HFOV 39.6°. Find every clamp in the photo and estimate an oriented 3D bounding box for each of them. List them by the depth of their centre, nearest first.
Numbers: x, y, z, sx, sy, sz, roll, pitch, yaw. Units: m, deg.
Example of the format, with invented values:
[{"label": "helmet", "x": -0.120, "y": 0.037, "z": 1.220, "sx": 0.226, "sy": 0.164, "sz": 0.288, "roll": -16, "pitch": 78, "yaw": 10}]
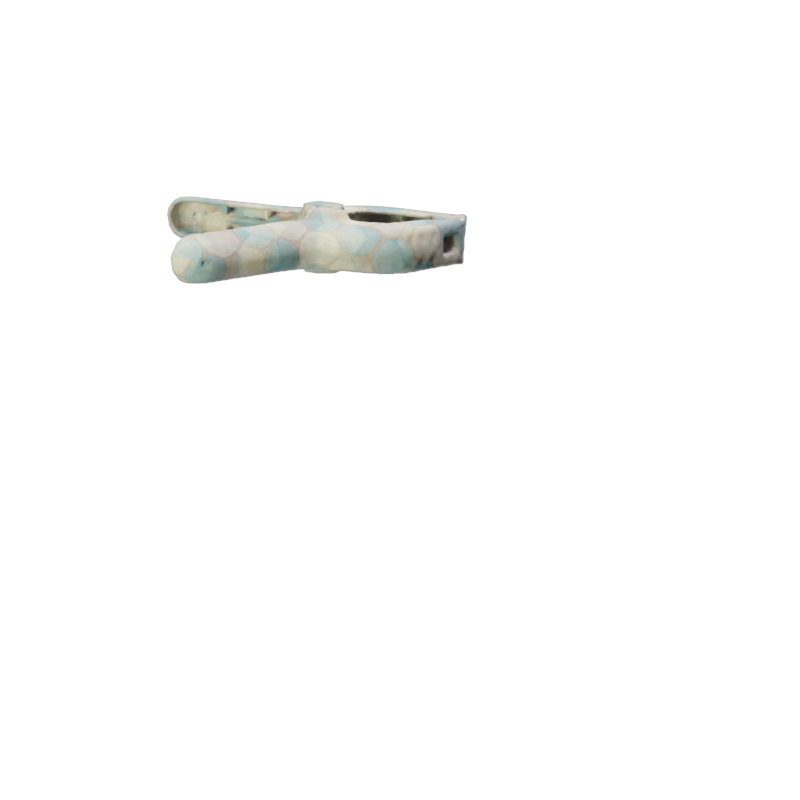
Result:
[{"label": "clamp", "x": -0.047, "y": -0.086, "z": 0.599, "sx": 0.171, "sy": 0.037, "sz": 0.126, "roll": 0, "pitch": 26, "yaw": -1}]
